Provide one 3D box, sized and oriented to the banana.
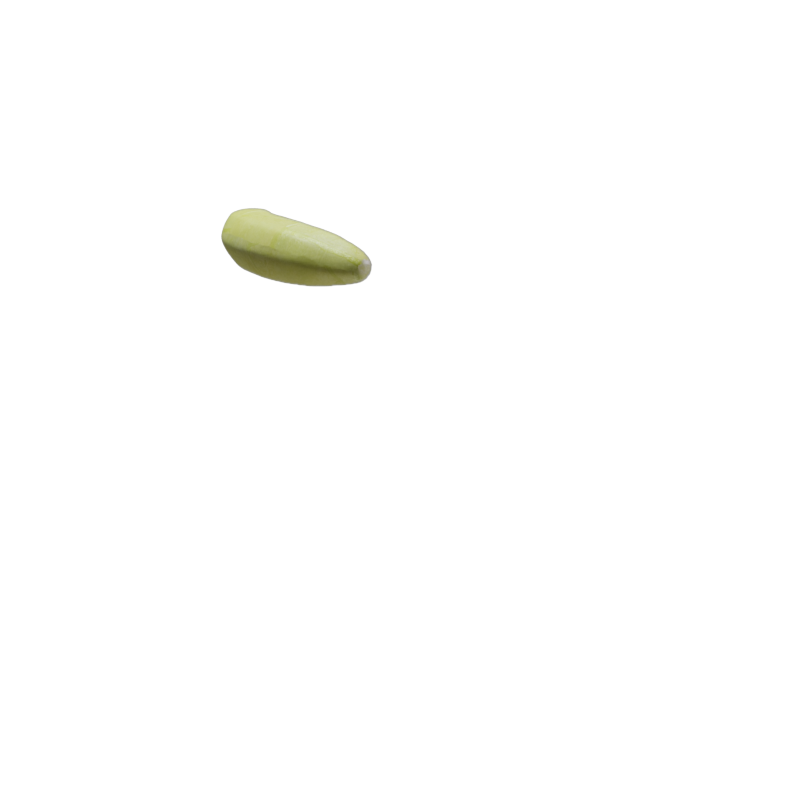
[{"bbox_3d":[-0.072,-0.096,0.672,0.068,0.036,0.205,-3,14,-13],"label":"banana"}]
